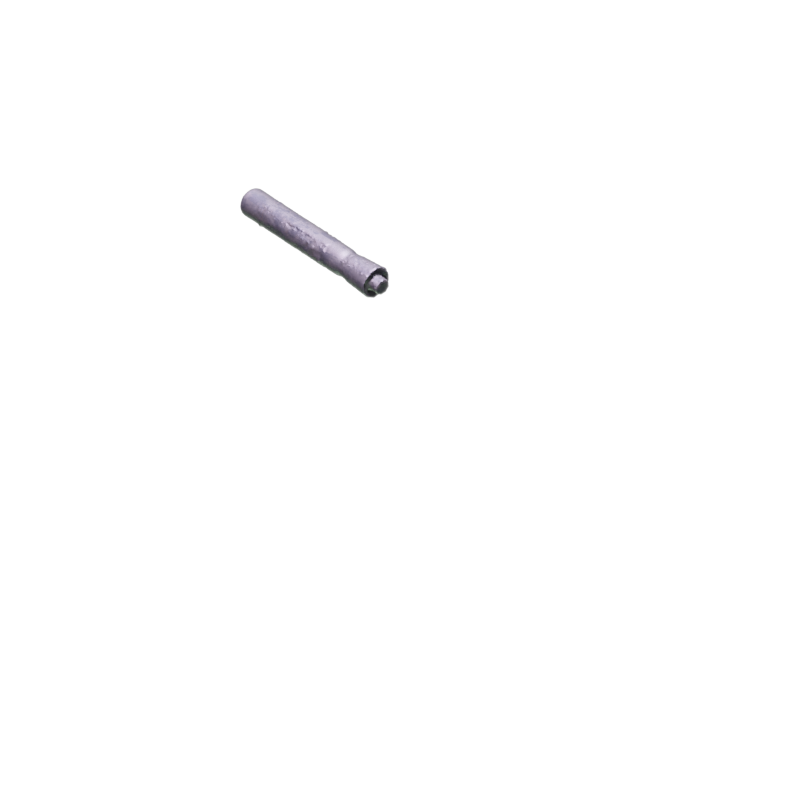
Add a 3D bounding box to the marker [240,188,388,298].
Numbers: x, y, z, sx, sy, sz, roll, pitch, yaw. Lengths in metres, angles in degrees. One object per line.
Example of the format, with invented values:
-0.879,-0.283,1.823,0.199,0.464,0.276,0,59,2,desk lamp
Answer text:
-0.050,-0.092,0.642,0.019,0.019,0.130,-3,30,-44,marker
